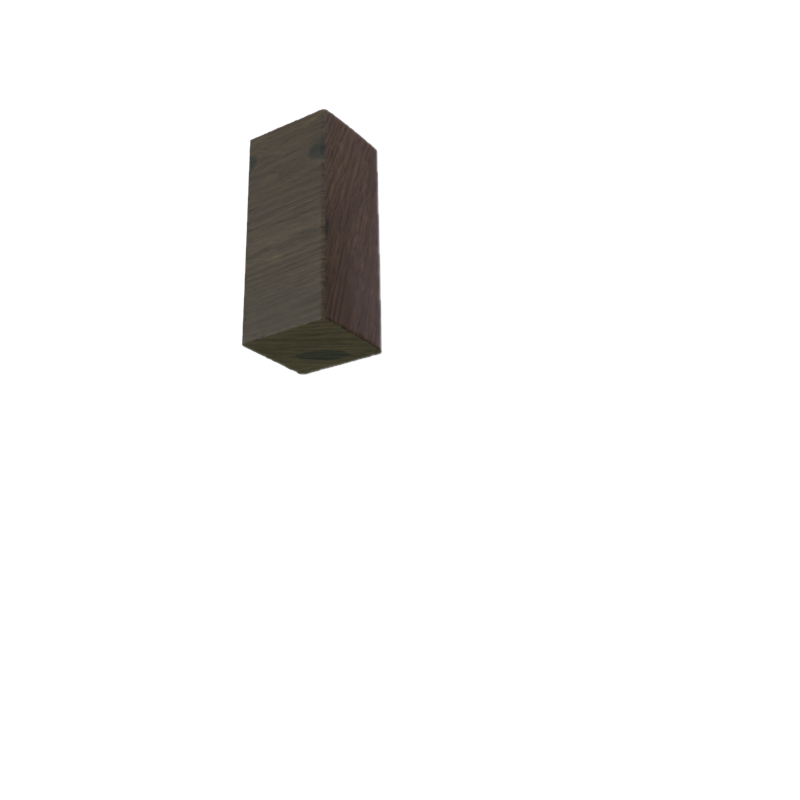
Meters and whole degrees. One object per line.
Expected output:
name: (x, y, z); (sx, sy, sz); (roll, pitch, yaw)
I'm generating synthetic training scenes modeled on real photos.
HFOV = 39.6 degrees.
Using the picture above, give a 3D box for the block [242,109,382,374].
block: (-0.077, -0.141, 0.988); (0.092, 0.219, 0.084); (-18, -30, 30)
